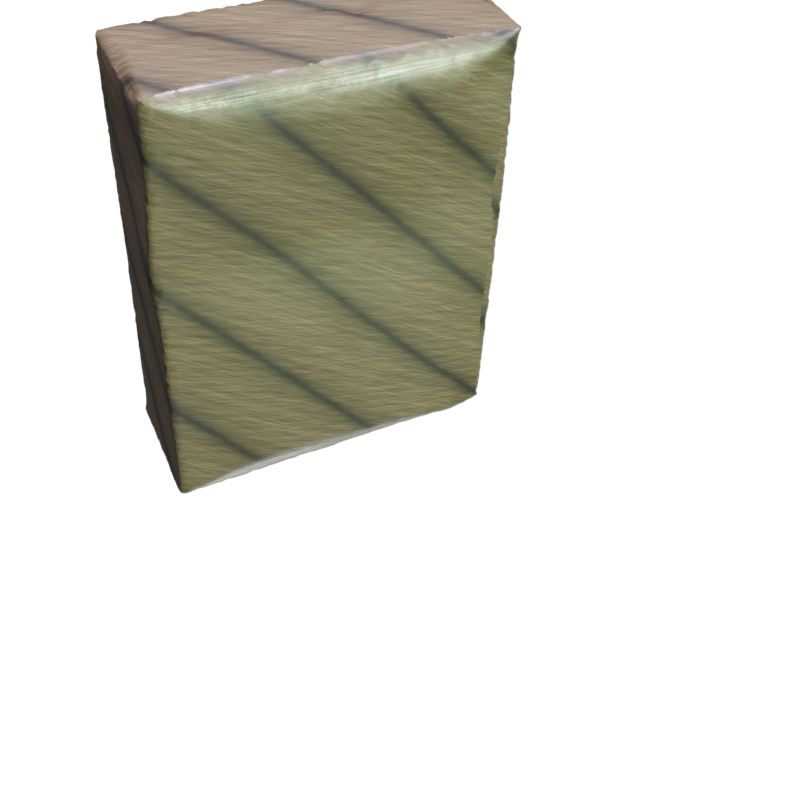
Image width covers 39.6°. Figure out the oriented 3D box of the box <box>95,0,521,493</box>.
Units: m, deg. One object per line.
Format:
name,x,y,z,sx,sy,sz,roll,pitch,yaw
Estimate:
box,-0.039,-0.072,0.503,0.162,0.199,0.078,-16,44,-19
